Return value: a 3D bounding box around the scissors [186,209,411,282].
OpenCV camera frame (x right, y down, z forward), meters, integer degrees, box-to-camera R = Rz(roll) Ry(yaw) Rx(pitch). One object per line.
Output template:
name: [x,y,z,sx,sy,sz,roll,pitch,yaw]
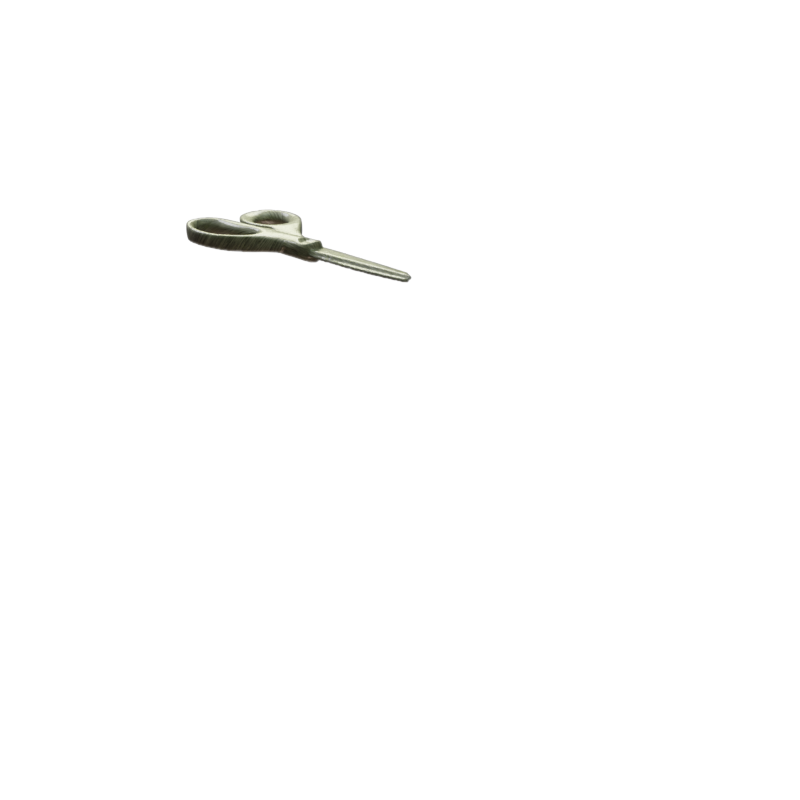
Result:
scissors: [-0.063,-0.115,0.807,0.211,0.015,0.096,13,26,28]
